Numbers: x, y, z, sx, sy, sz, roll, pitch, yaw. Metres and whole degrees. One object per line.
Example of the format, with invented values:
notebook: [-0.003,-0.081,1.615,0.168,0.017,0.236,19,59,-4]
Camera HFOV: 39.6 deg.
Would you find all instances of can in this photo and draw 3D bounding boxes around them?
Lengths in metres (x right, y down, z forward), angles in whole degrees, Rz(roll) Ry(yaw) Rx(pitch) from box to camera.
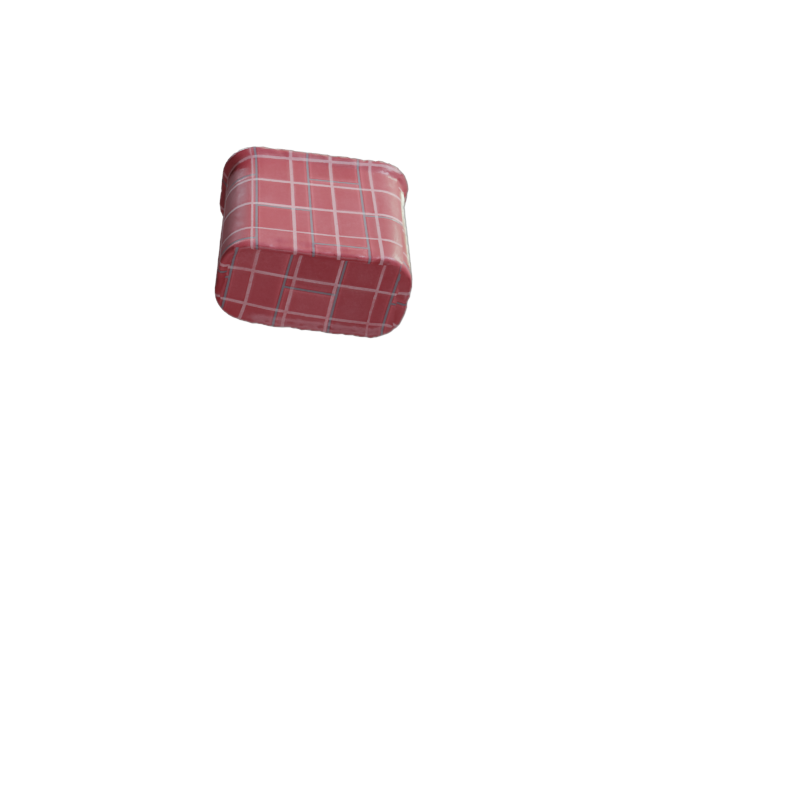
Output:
can: [-0.045,-0.082,0.577,0.101,0.054,0.090,6,41,-7]
